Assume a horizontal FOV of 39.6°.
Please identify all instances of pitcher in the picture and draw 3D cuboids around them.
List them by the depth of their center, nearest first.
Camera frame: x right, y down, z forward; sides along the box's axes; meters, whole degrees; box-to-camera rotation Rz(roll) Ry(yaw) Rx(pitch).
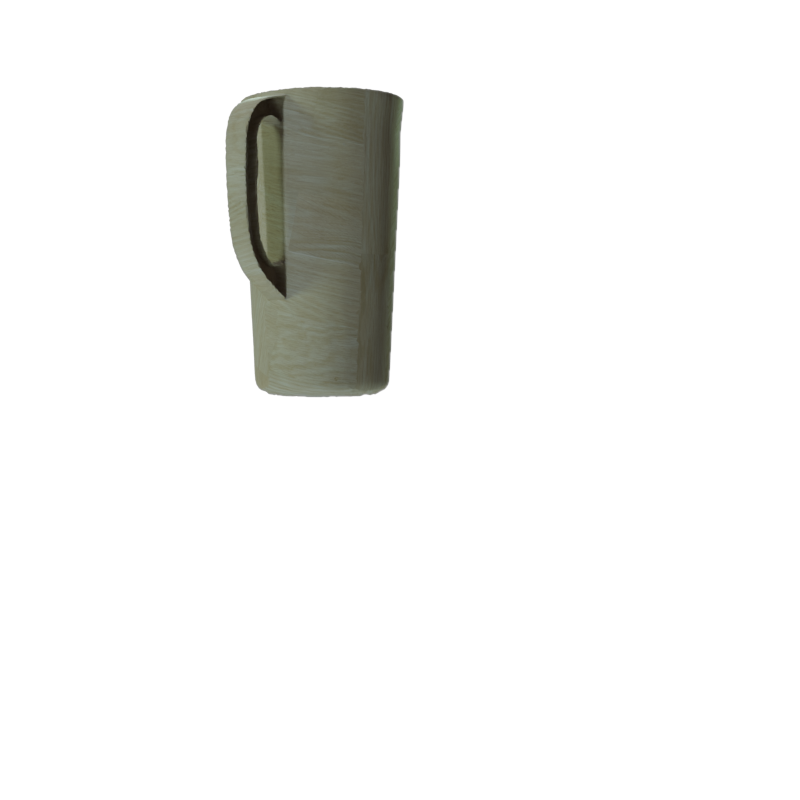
[{"bbox_3d":[-0.070,-0.127,0.889,0.147,0.245,0.146,0,-2,-10],"label":"pitcher"}]
